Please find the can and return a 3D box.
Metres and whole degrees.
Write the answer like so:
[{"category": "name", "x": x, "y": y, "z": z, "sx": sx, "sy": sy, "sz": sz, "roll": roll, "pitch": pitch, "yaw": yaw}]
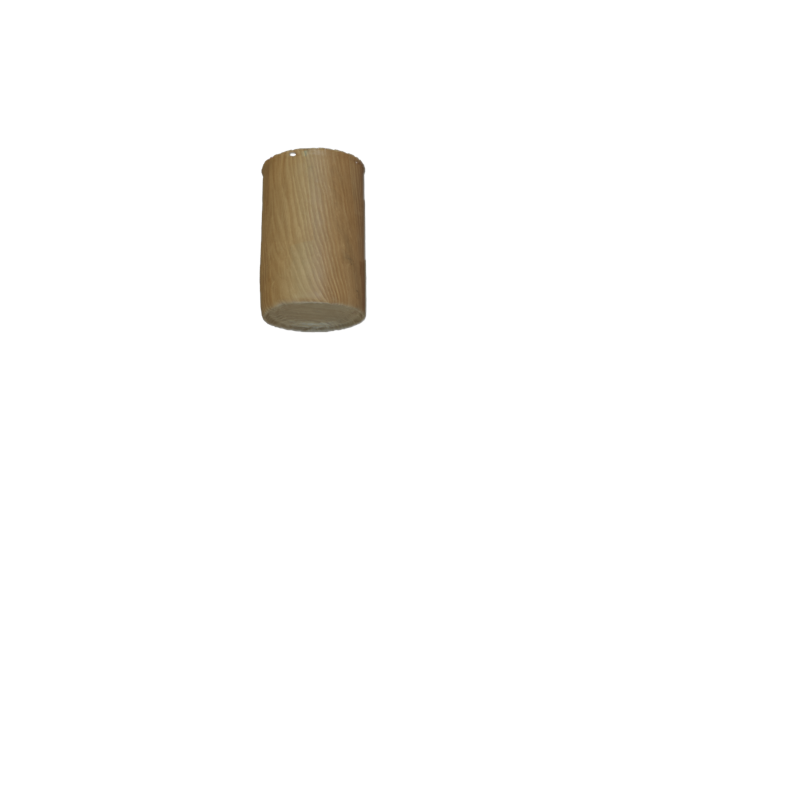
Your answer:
[{"category": "can", "x": -0.055, "y": -0.101, "z": 0.708, "sx": 0.068, "sy": 0.107, "sz": 0.066, "roll": 0, "pitch": -18, "yaw": -2}]
